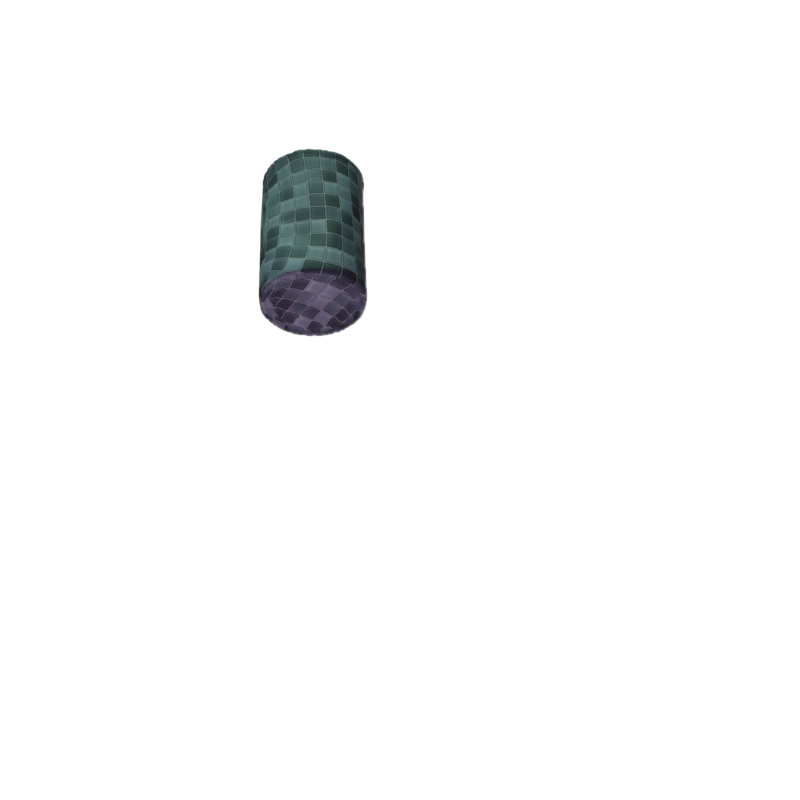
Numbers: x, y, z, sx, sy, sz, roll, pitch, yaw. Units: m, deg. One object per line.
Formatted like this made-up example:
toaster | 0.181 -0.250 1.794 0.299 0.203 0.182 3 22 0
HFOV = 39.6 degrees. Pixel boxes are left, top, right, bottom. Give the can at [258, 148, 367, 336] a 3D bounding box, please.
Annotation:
can | -0.055 -0.101 0.705 0.068 0.110 0.064 -1 -38 -3
